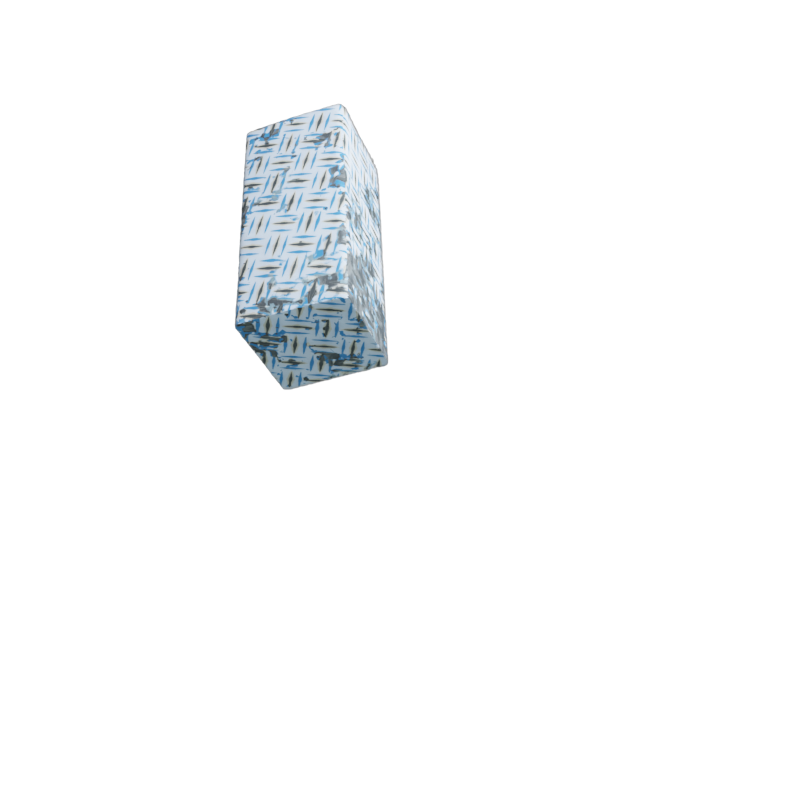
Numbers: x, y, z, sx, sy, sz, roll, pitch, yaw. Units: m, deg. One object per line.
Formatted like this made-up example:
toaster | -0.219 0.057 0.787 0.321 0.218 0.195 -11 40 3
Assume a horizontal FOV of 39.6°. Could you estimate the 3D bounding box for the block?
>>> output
block | -0.068 -0.126 0.881 0.091 0.221 0.084 -15 -40 15
